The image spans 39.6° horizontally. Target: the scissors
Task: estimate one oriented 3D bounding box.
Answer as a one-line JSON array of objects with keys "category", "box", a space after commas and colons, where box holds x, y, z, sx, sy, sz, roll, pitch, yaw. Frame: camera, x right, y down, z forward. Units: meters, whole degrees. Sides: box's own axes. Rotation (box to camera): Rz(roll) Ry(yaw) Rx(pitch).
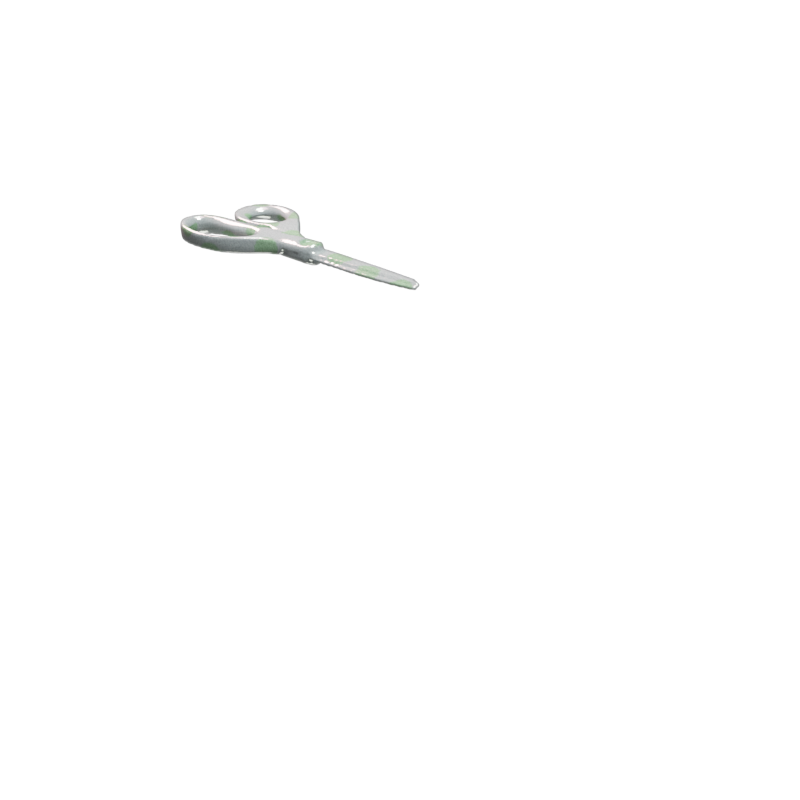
[{"category": "scissors", "box": [-0.061, -0.112, 0.785, 0.210, 0.015, 0.097, 13, 29, 25]}]
